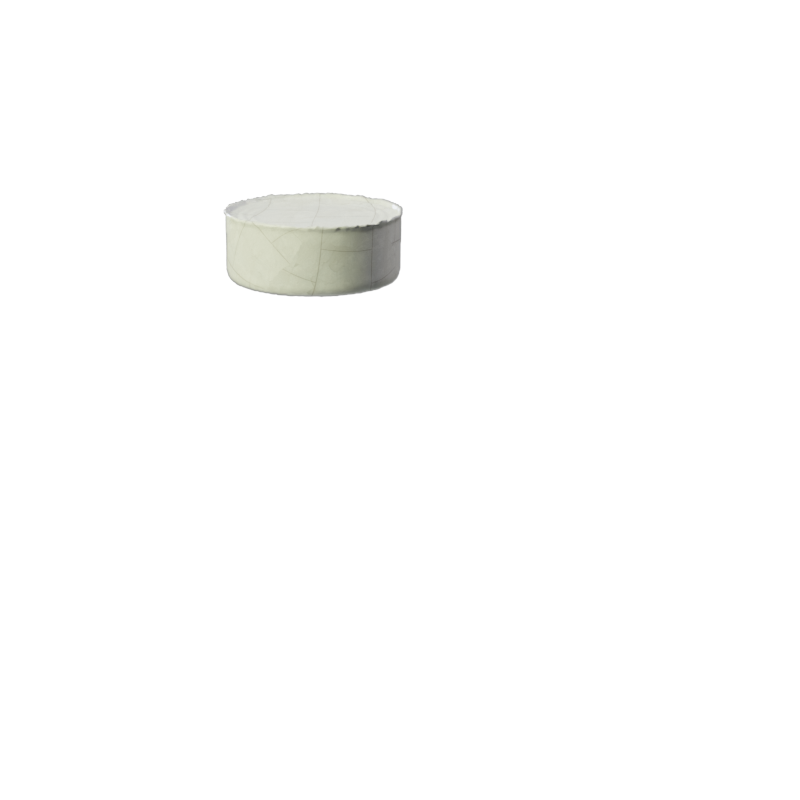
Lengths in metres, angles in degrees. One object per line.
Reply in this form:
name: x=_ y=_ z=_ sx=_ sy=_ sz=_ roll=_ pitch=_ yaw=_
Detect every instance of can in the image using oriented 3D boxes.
can: x=-0.042 y=-0.076 z=0.535 sx=0.086 sy=0.032 sz=0.089 roll=-1 pitch=19 yaw=-2
